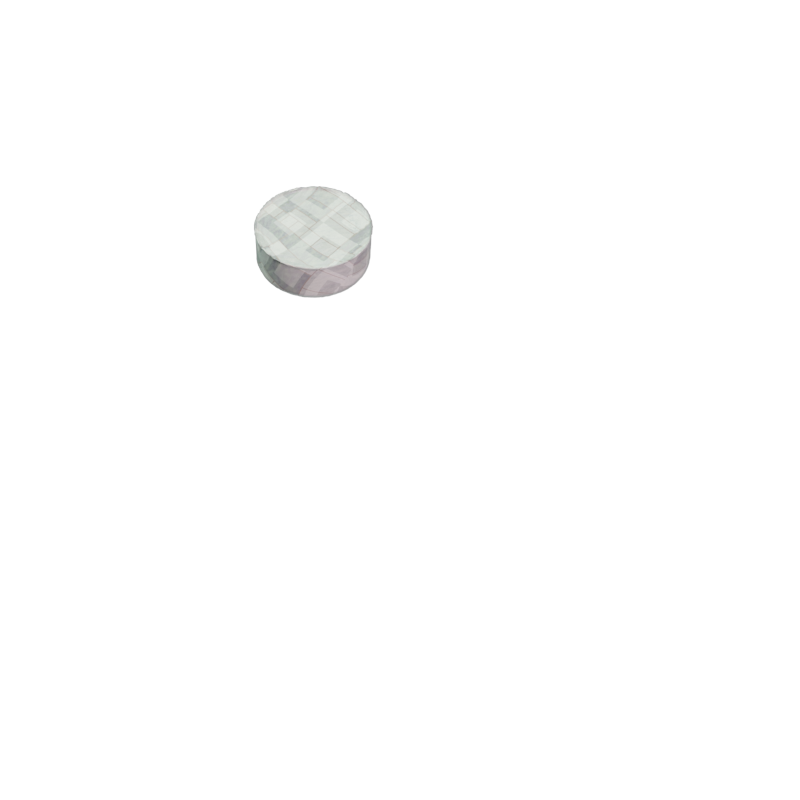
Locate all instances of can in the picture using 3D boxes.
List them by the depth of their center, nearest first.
[{"bbox_3d":[-0.063,-0.116,0.811,0.086,0.092,0.031,-1,-41,-1],"label":"can"}]
